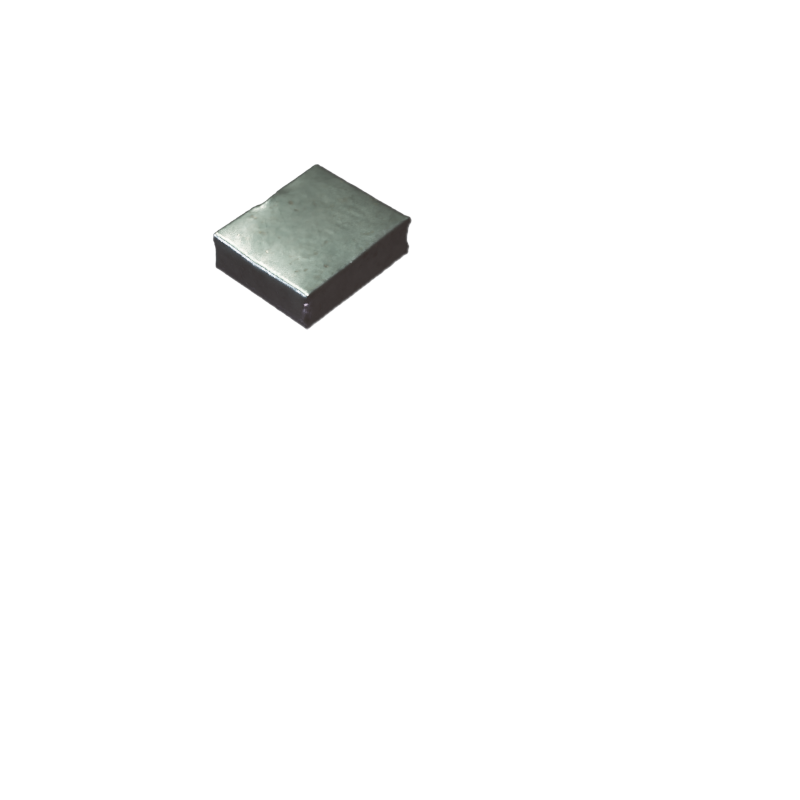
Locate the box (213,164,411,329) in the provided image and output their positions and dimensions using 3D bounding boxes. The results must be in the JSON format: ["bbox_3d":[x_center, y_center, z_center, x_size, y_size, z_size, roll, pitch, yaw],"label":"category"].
[{"bbox_3d":[-0.049,-0.089,0.626,0.078,0.028,0.090,33,55,27],"label":"box"}]
